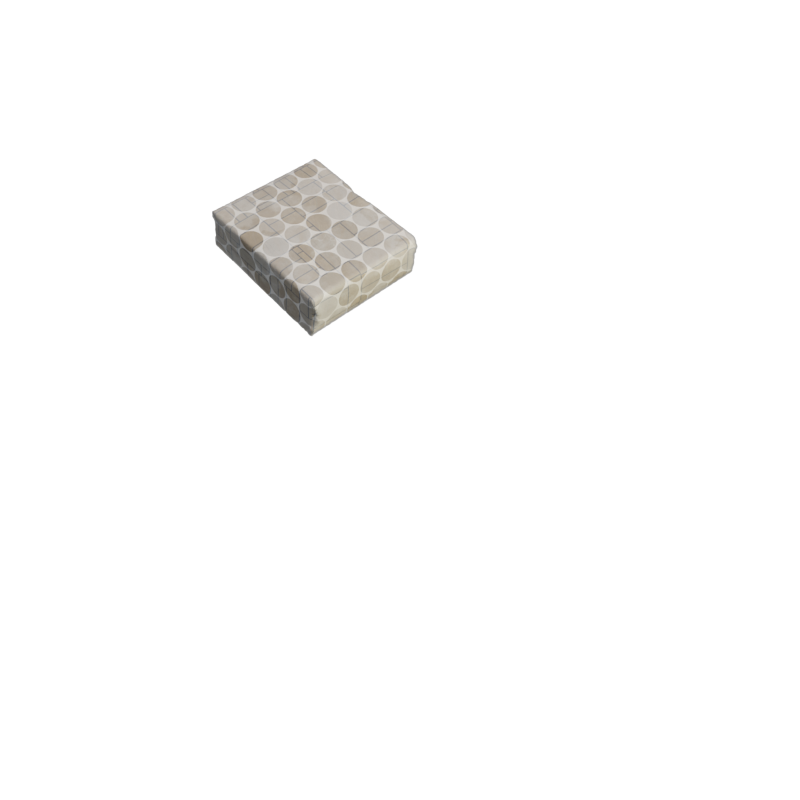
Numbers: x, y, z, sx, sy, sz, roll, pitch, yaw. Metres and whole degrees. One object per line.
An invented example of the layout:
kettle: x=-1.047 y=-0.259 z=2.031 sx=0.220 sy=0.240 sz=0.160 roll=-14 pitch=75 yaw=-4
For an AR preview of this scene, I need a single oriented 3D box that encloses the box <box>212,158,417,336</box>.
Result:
box: x=-0.047 y=-0.086 z=0.604 sx=0.073 sy=0.028 sz=0.096 roll=-32 pitch=56 yaw=-26
